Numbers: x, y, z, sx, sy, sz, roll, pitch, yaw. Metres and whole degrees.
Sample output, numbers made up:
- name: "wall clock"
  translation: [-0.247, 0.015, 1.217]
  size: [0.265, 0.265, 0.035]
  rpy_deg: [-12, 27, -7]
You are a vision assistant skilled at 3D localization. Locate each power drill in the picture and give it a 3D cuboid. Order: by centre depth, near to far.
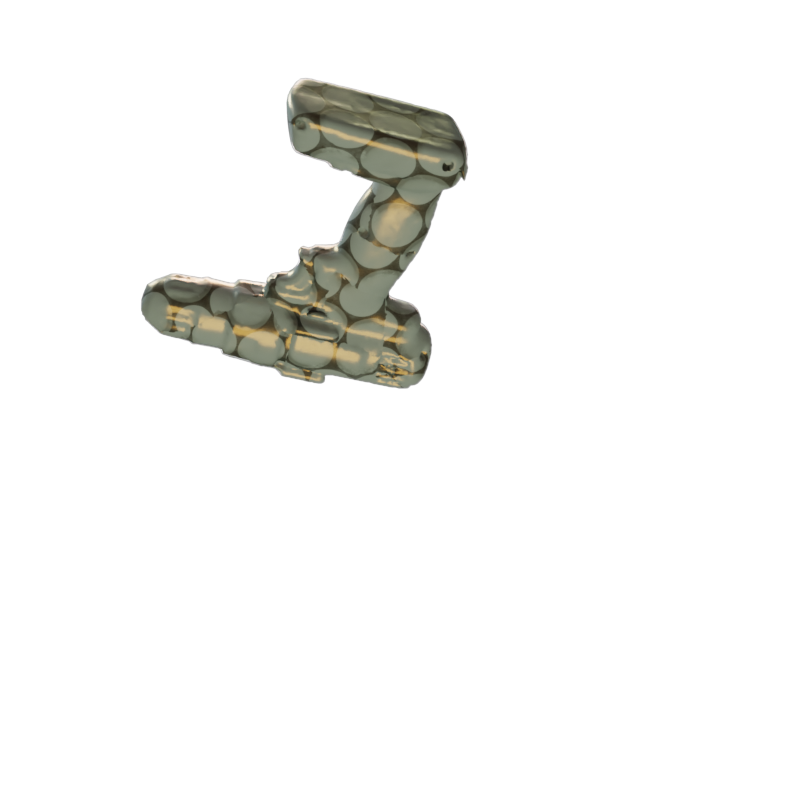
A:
- name: "power drill"
  translation: [-0.052, -0.094, 0.661]
  size: [0.181, 0.178, 0.061]
  rpy_deg: [12, 38, -10]
